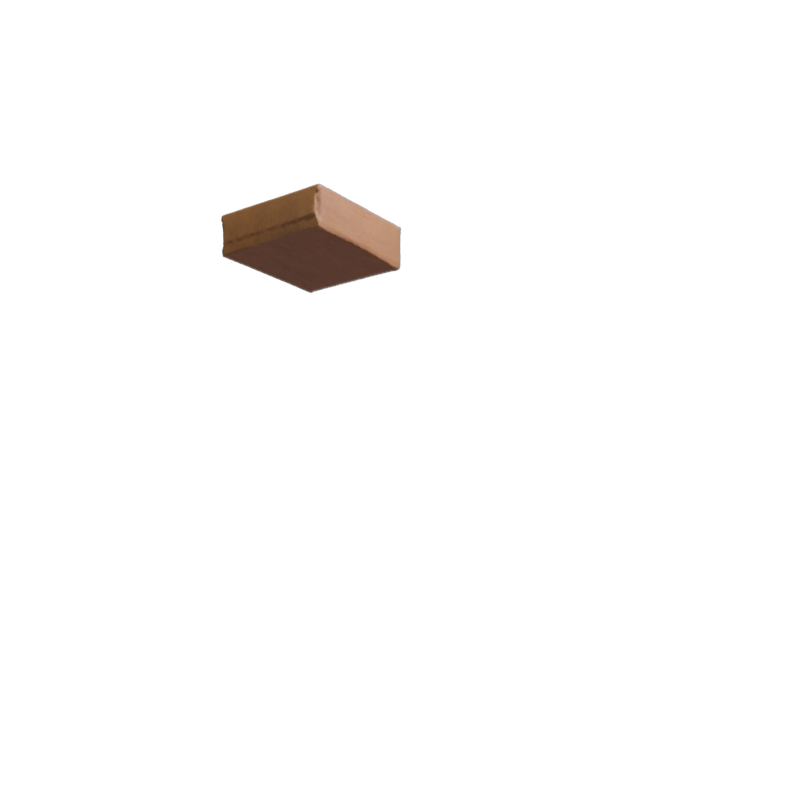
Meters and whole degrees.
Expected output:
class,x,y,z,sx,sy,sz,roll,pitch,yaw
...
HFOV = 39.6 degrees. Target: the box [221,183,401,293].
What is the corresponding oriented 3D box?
class,x,y,z,sx,sy,sz,roll,pitch,yaw
box,-0.065,-0.118,0.828,0.092,0.041,0.106,-11,-19,32
